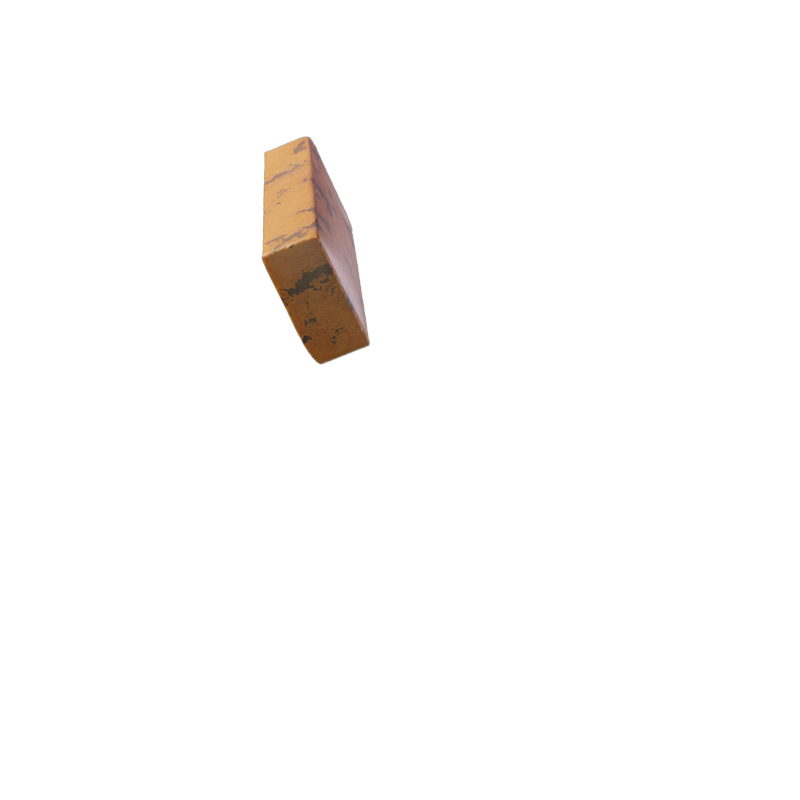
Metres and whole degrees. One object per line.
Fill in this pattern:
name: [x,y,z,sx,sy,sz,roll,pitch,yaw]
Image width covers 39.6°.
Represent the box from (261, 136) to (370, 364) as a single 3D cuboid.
box: [-0.062,-0.113,0.790,0.048,0.087,0.188,-20,32,9]
